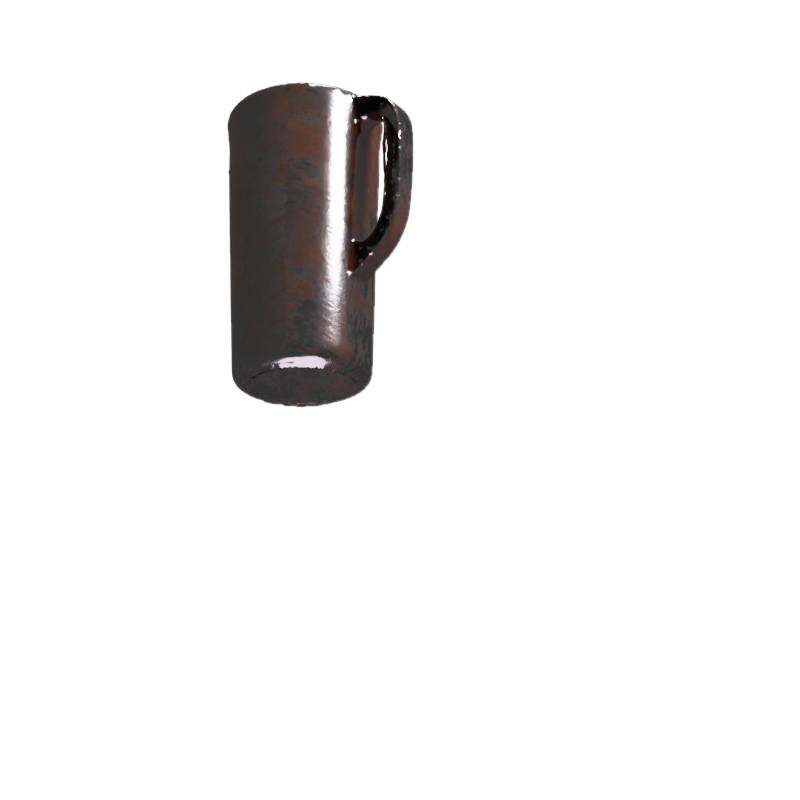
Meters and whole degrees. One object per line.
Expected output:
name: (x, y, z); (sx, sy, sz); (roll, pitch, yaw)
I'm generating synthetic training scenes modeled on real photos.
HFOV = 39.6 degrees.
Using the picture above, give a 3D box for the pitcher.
pitcher: (-0.070, -0.127, 0.891); (0.143, 0.257, 0.142); (2, -25, -8)
